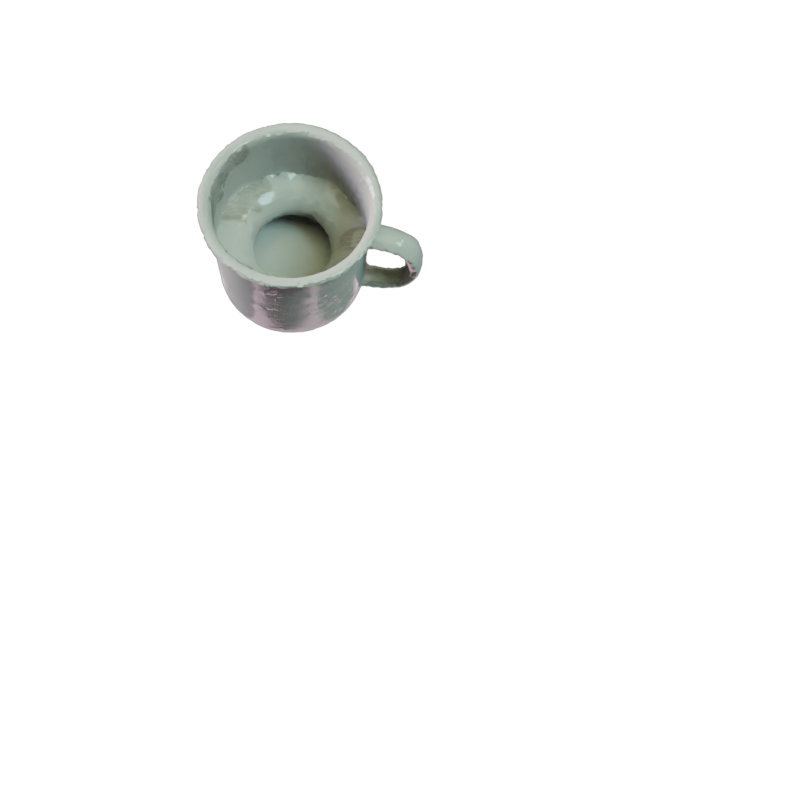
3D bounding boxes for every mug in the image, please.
[{"bbox_3d":[-0.046,-0.084,0.587,0.118,0.097,0.077,11,-22,3],"label":"mug"}]
